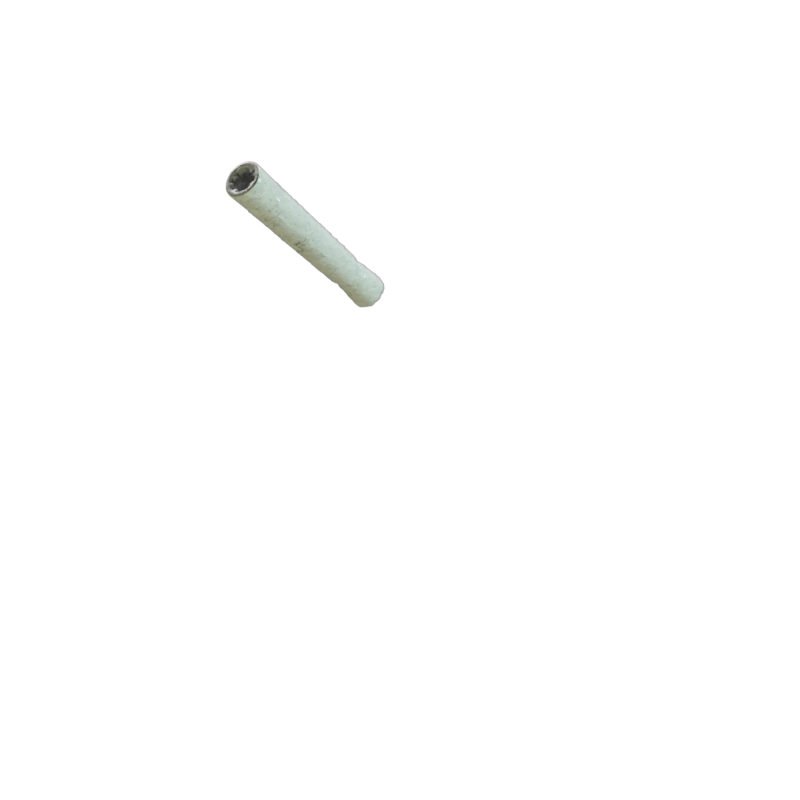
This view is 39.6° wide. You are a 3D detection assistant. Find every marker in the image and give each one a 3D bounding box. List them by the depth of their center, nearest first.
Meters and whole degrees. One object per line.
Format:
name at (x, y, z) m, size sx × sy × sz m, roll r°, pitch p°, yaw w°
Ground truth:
marker at (-0.042, -0.076, 0.534) m, size 0.020 × 0.020 × 0.112 m, roll 3°, pitch -22°, yaw 34°
